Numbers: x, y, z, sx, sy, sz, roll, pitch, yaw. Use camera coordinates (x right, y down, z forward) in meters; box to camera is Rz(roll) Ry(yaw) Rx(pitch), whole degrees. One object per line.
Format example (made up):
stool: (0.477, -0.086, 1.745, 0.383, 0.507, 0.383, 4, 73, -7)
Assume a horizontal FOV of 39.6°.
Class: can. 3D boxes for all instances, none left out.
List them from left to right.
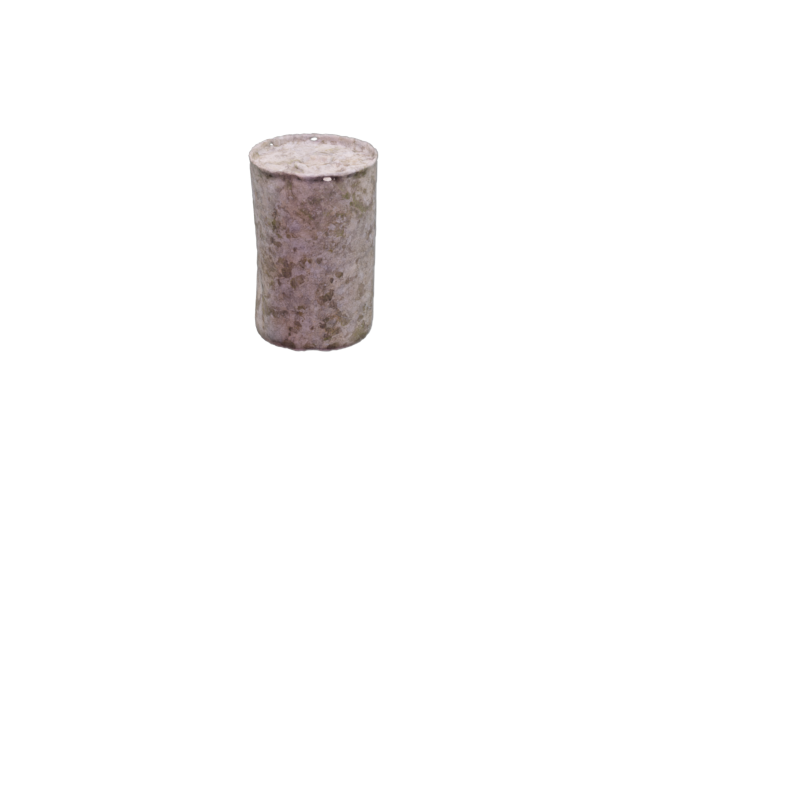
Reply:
can: (-0.047, -0.085, 0.599, 0.068, 0.097, 0.072, 0, 26, -2)
